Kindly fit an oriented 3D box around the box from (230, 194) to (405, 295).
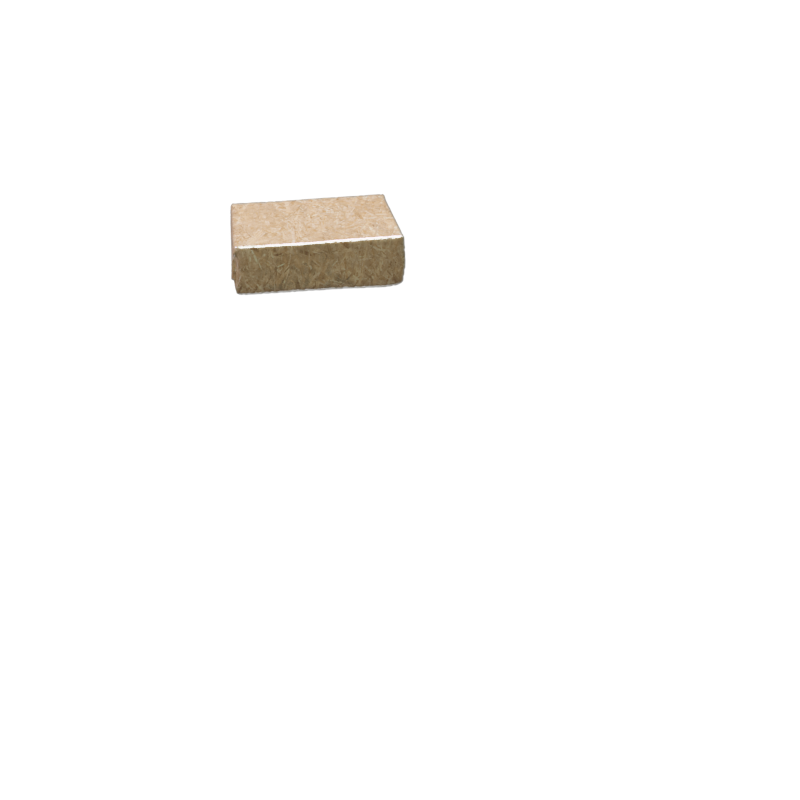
[{"bbox_3d":[-0.059,-0.107,0.752,0.113,0.037,0.095,-3,28,-6],"label":"box"}]
